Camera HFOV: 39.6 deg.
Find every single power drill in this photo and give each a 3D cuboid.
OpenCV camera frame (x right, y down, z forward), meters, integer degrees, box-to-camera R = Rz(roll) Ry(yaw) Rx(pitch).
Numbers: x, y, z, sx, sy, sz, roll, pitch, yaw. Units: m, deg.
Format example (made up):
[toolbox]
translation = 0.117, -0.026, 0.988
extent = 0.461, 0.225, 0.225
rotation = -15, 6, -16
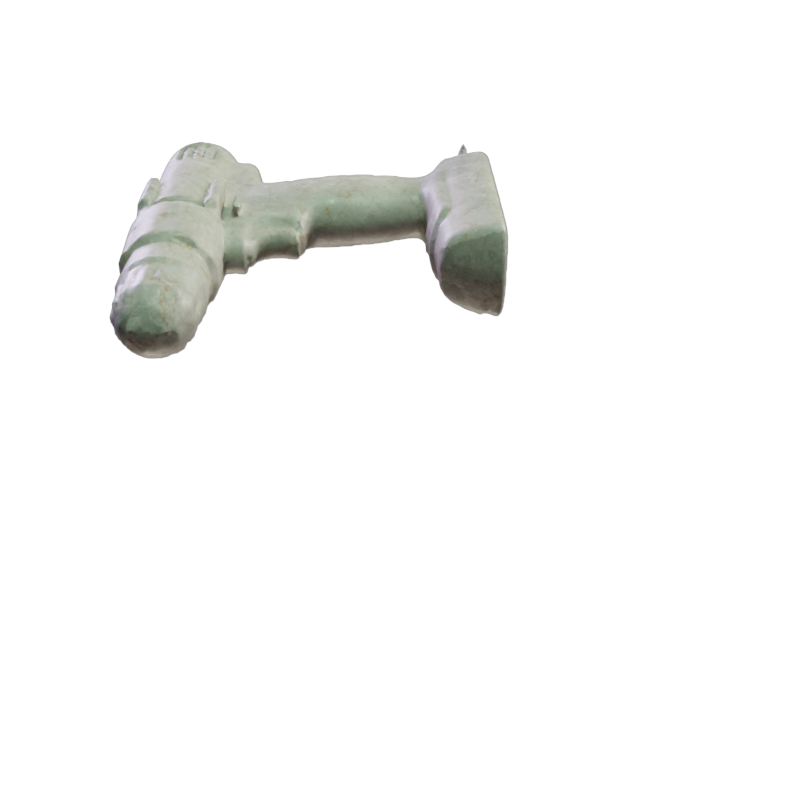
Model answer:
[power drill]
translation = -0.044, -0.080, 0.558
extent = 0.188, 0.054, 0.196
rotation = 1, 34, 1
